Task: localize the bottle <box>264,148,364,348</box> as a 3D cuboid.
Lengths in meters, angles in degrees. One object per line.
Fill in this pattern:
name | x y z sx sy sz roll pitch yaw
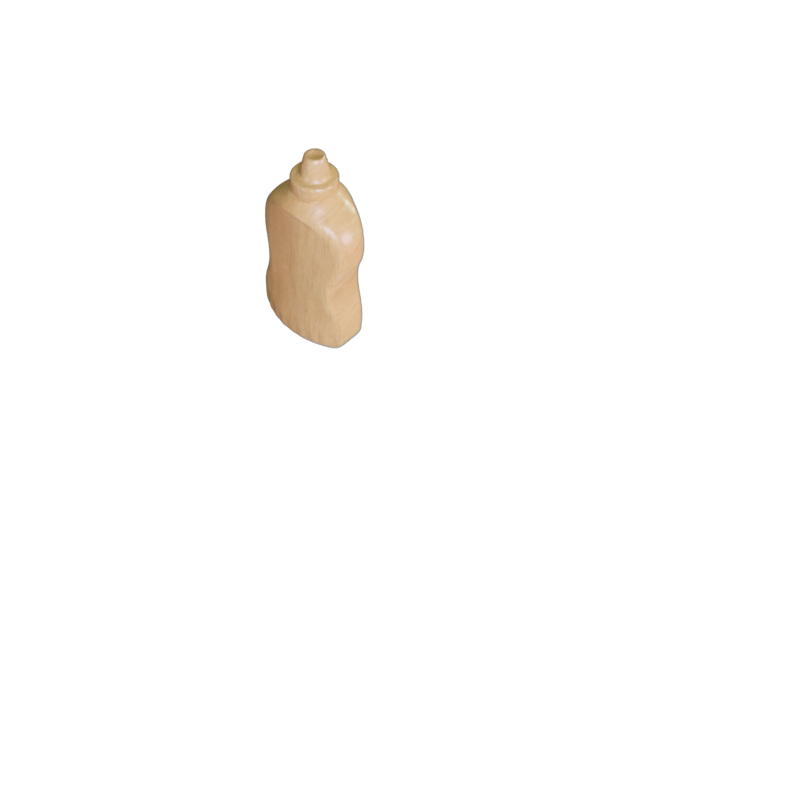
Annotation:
bottle | -0.074 -0.136 0.950 0.059 0.179 0.102 -35 58 -30
